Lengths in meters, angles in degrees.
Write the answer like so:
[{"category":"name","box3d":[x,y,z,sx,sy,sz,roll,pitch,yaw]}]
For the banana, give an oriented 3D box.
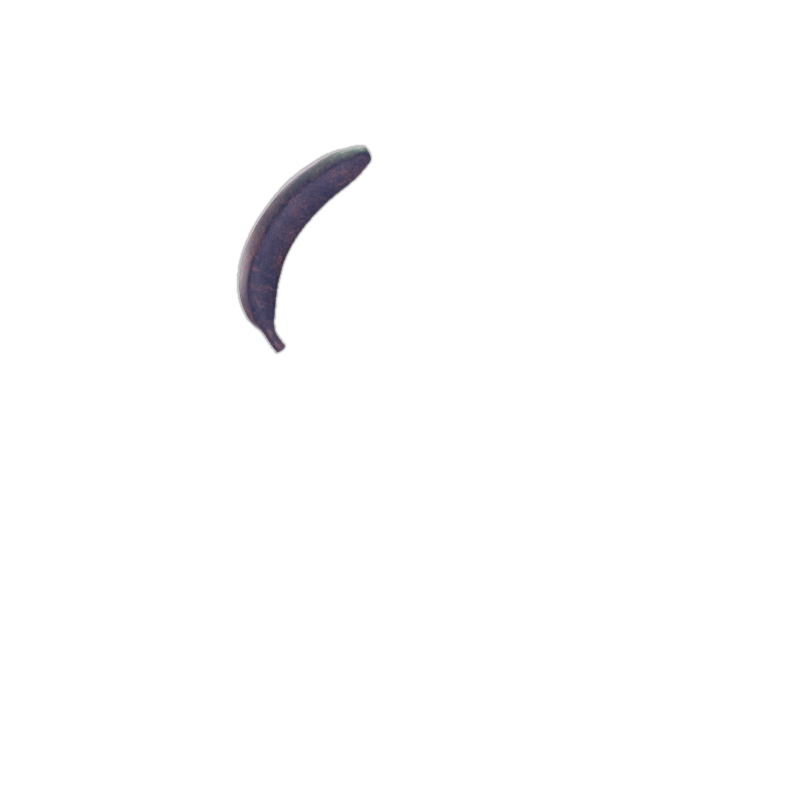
[{"category":"banana","box3d":[-0.095,-0.144,0.978,0.069,0.194,0.038,24,10,-6]}]
